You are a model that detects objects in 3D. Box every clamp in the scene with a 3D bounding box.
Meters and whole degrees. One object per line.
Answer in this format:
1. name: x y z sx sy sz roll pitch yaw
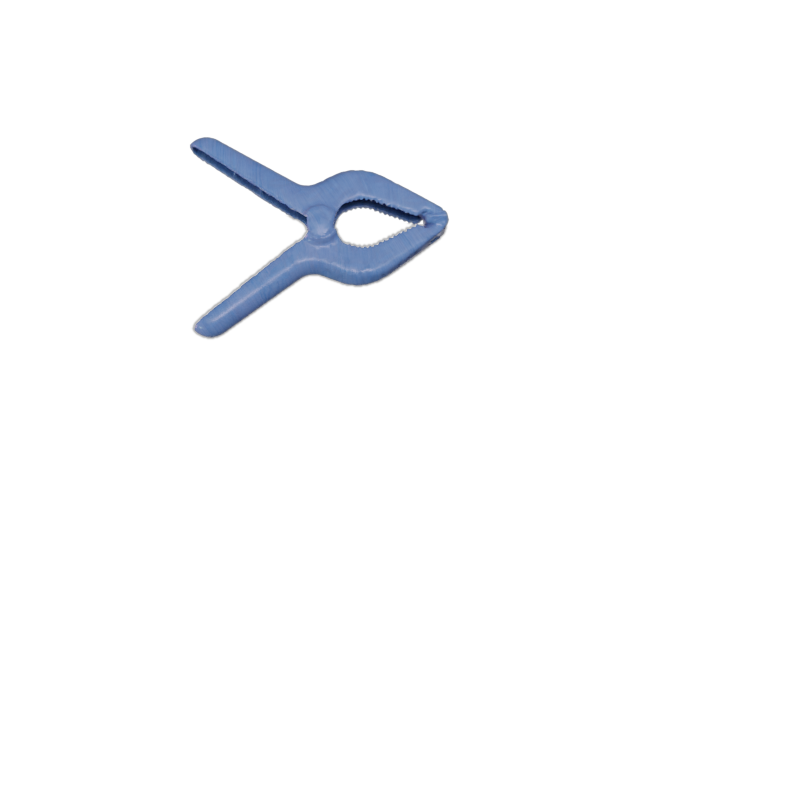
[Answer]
1. clamp: -0.068 -0.125 0.875 0.210 0.171 0.035 3 -16 1
